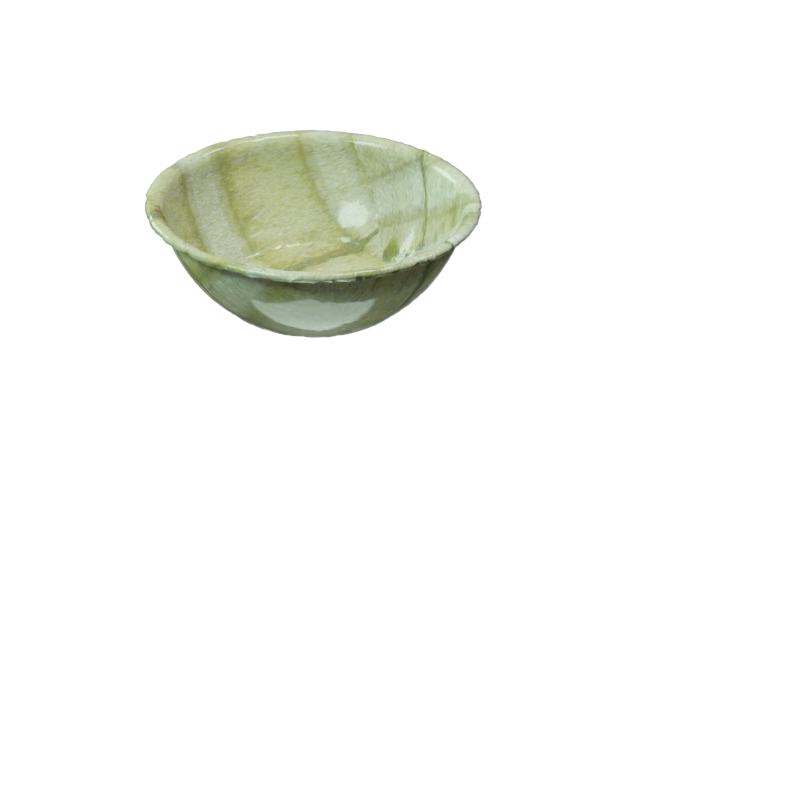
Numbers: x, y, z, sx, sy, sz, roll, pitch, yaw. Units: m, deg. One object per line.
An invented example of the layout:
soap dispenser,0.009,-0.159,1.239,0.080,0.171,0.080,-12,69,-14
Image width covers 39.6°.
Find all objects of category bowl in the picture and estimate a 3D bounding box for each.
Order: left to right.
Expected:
bowl,-0.043,-0.078,0.547,0.162,0.052,0.173,-1,34,-2
